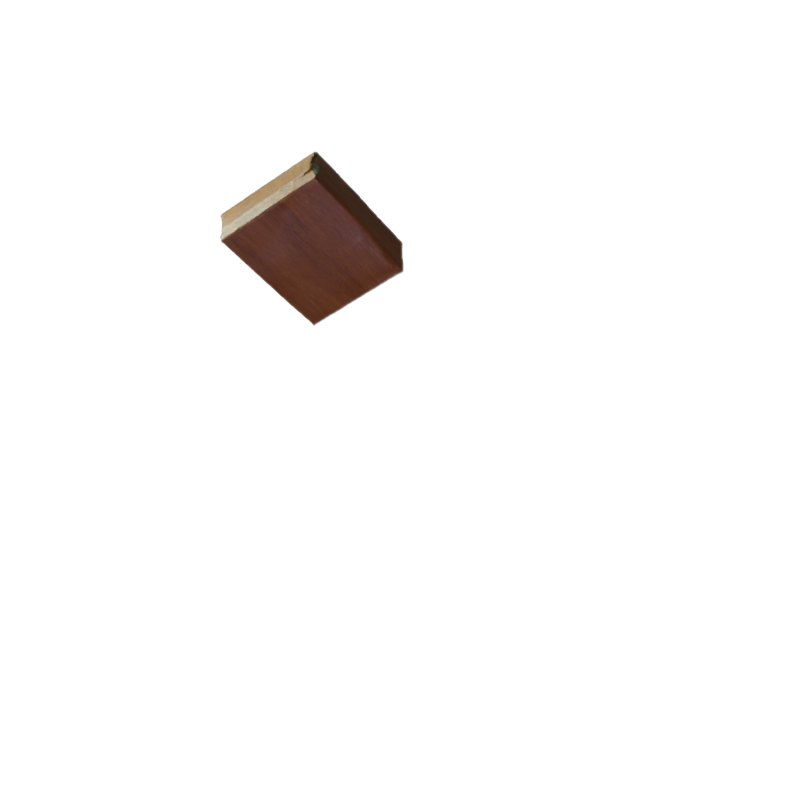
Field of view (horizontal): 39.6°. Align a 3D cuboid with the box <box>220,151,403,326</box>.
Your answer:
[{"bbox_3d":[-0.064,-0.117,0.820,0.090,0.042,0.106,-30,-56,23],"label":"box"}]
